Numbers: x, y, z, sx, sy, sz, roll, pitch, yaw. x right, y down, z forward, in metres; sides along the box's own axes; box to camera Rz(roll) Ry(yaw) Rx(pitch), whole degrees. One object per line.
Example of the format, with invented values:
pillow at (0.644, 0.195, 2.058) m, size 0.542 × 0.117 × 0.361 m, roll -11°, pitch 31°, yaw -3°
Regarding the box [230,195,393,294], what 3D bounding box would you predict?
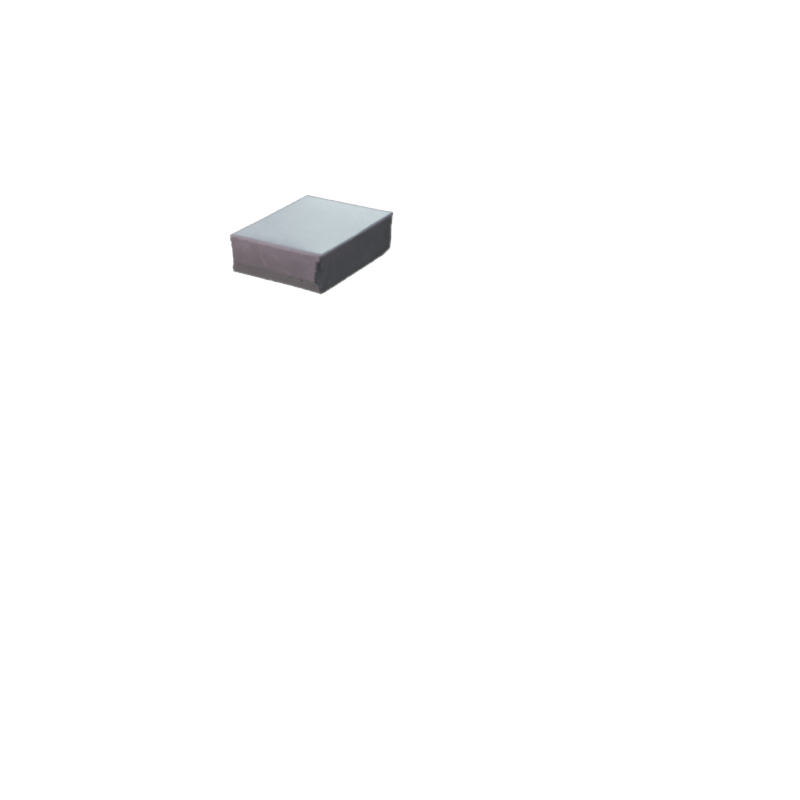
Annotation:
box at (-0.072, -0.131, 0.917) m, size 0.094 × 0.037 × 0.114 m, roll 16°, pitch 31°, yaw 28°
